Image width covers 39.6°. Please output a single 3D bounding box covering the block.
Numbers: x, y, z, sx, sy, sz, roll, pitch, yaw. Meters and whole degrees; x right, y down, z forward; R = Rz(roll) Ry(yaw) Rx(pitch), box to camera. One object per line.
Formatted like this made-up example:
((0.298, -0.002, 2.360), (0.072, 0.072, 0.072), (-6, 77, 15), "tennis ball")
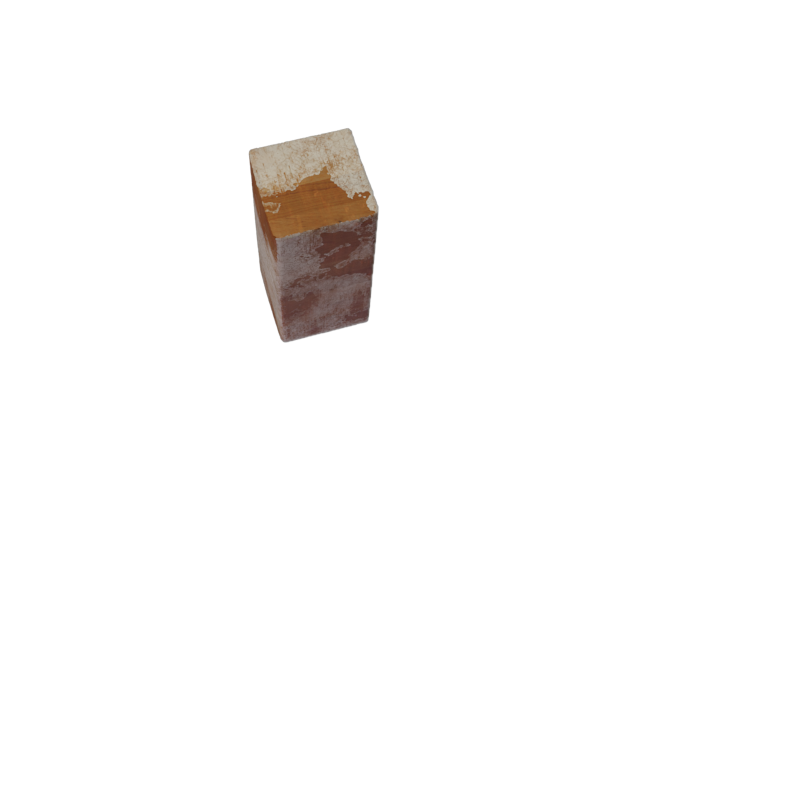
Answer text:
((-0.078, -0.141, 0.990), (0.090, 0.096, 0.195), (-14, -22, -9), "block")
